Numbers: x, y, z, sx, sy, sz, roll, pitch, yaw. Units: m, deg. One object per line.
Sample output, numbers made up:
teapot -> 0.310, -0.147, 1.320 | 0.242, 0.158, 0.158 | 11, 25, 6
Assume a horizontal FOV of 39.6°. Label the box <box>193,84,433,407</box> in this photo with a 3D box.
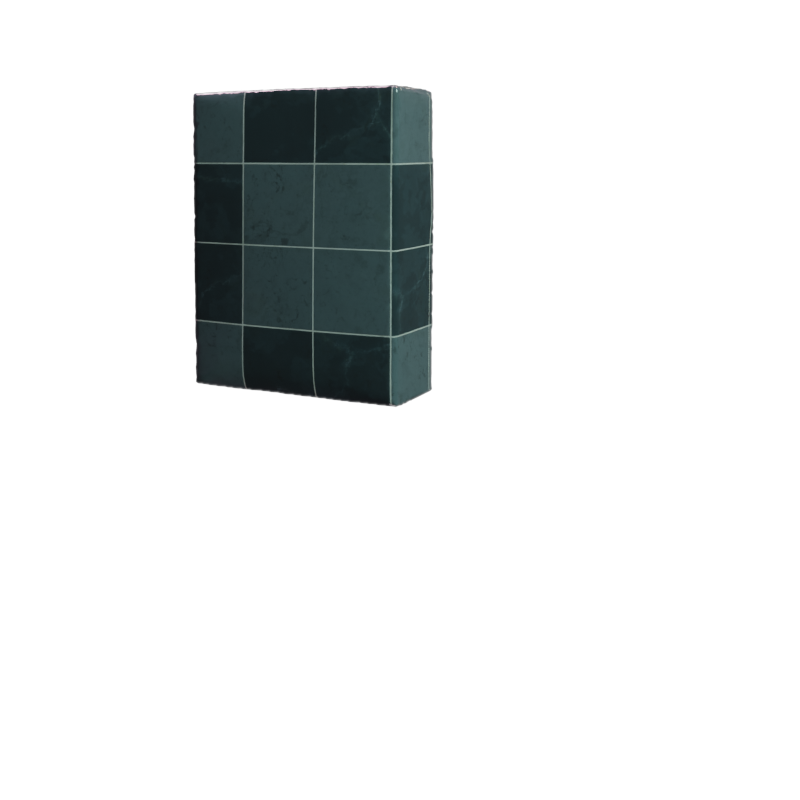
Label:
box -> -0.062, -0.113, 0.791 | 0.170, 0.211, 0.070 | 4, 6, 27
